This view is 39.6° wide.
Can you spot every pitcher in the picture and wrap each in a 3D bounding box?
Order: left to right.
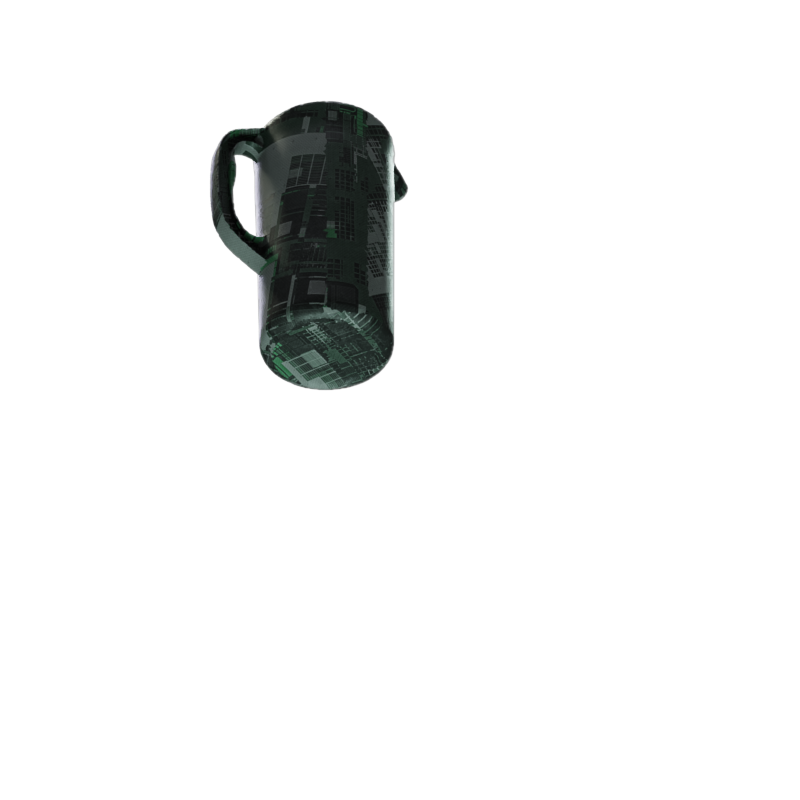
[{"bbox_3d":[-0.075,-0.136,0.955,0.150,0.261,0.133,-14,-41,13],"label":"pitcher"}]
